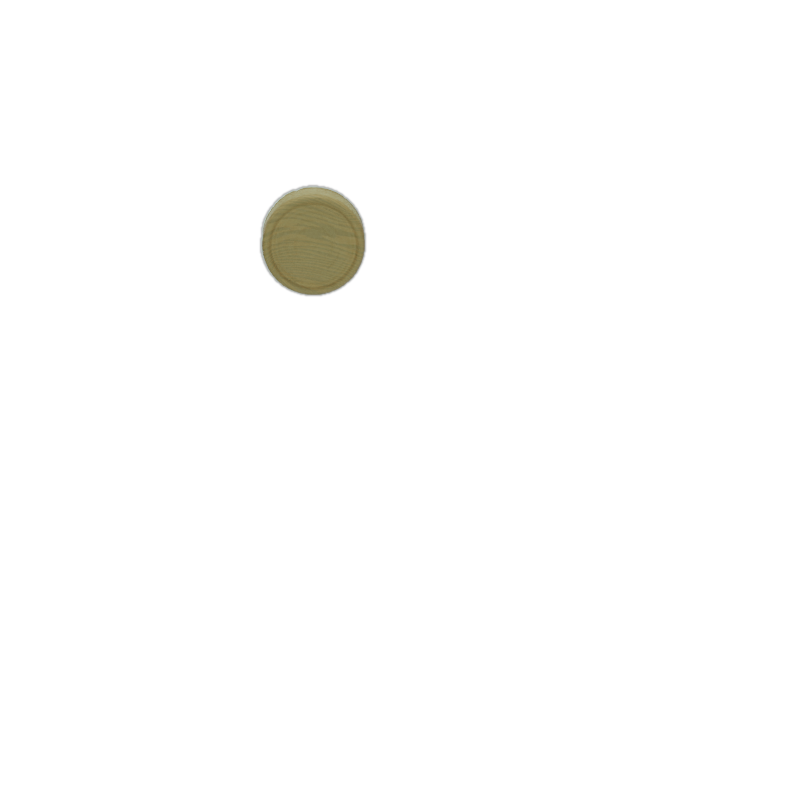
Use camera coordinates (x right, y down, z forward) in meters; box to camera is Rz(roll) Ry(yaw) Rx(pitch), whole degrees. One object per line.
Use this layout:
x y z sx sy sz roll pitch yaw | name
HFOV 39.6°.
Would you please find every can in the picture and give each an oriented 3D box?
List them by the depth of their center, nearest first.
-0.071 -0.129 0.906 0.086 0.083 0.035 0 15 -1 | can
